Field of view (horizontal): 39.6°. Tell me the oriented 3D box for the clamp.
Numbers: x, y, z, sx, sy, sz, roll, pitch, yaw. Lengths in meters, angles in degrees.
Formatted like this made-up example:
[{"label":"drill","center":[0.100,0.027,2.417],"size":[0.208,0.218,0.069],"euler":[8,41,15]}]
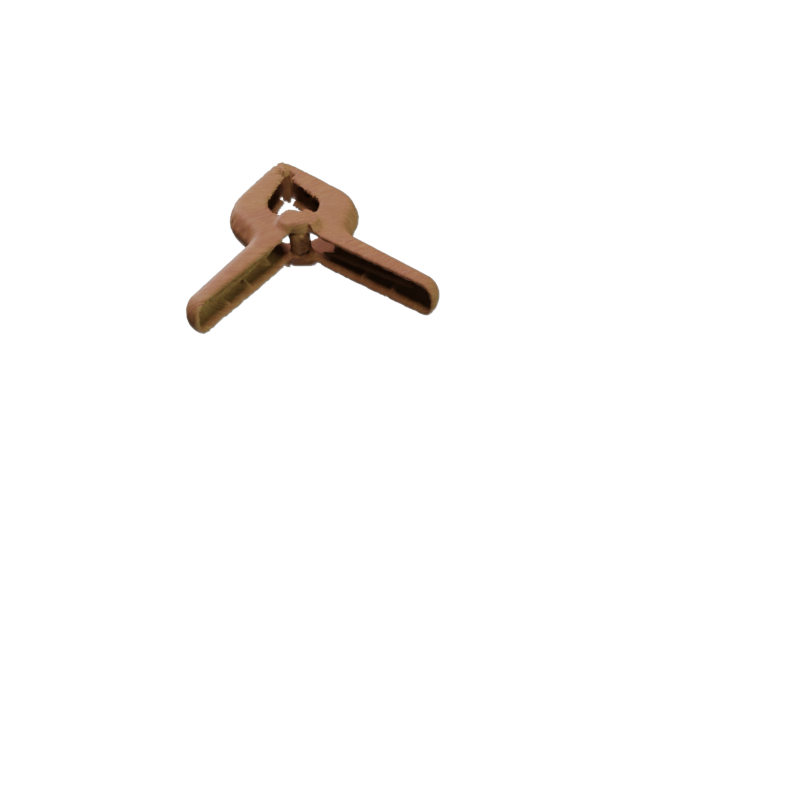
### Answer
[{"label":"clamp","center":[-0.062,-0.113,0.793],"size":[0.164,0.034,0.224],"euler":[-1,35,-2]}]
